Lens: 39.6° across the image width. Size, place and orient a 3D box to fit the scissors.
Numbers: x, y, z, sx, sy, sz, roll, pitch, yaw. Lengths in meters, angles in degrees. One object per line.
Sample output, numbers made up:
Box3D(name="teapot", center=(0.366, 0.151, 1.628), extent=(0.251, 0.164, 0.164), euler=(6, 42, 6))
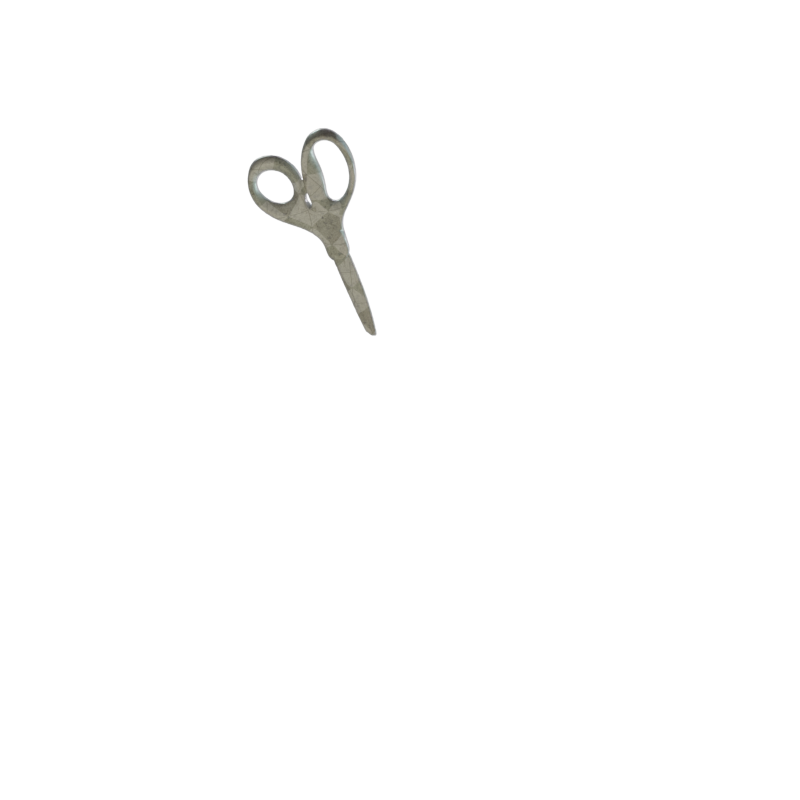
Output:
Box3D(name="scissors", center=(-0.072, -0.131, 0.918), extent=(0.096, 0.188, 0.017), euler=(-2, 34, 1))
